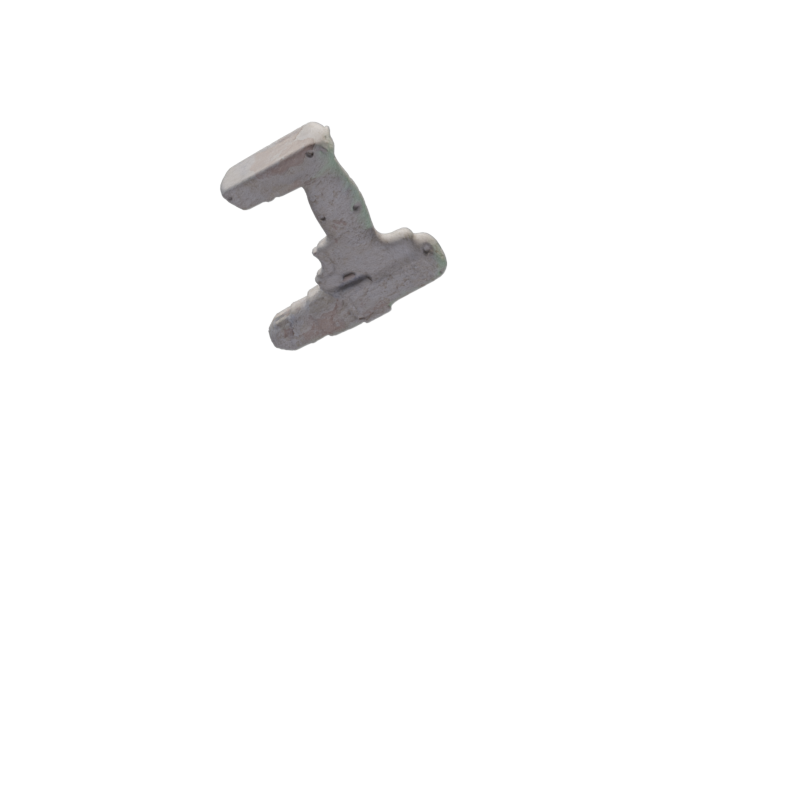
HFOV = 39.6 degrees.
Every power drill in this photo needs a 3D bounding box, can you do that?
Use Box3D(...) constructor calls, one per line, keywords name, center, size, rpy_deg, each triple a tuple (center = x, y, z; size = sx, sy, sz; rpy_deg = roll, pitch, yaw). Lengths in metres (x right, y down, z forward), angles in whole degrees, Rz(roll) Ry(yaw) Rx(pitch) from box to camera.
Box3D(name="power drill", center=(-0.078, -0.142, 0.993), size=(0.184, 0.176, 0.061), rpy_deg=(-28, 29, 17))
